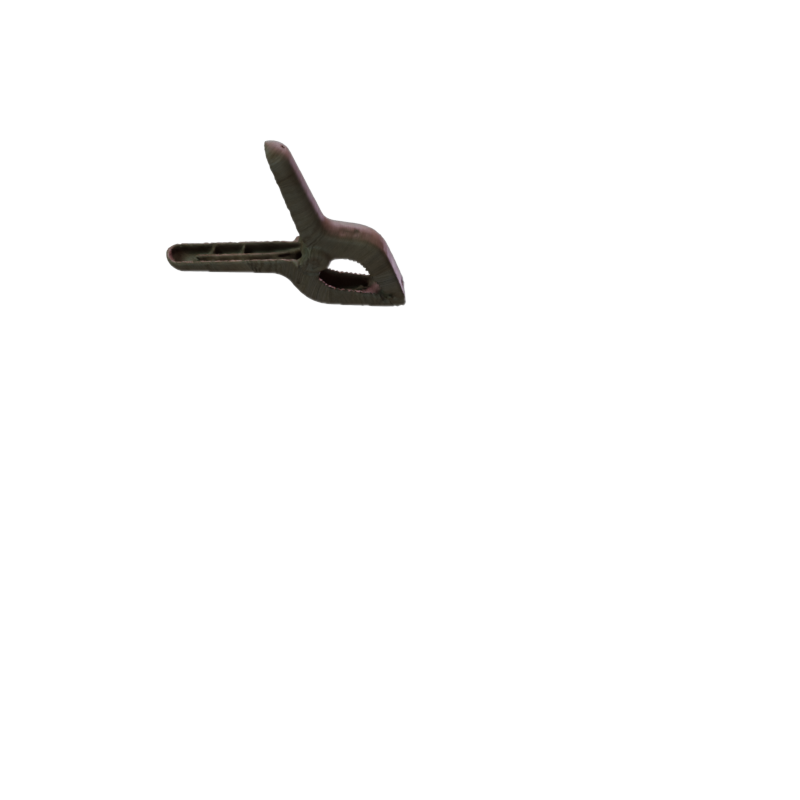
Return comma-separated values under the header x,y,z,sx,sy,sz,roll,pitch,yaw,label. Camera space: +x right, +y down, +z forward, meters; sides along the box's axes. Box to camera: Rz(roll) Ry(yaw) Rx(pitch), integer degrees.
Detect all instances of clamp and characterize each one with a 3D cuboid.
x,y,z,sx,sy,sz,roll,pitch,yaw,label
-0.075,-0.136,0.953,0.201,0.039,0.160,20,-42,-23,clamp
